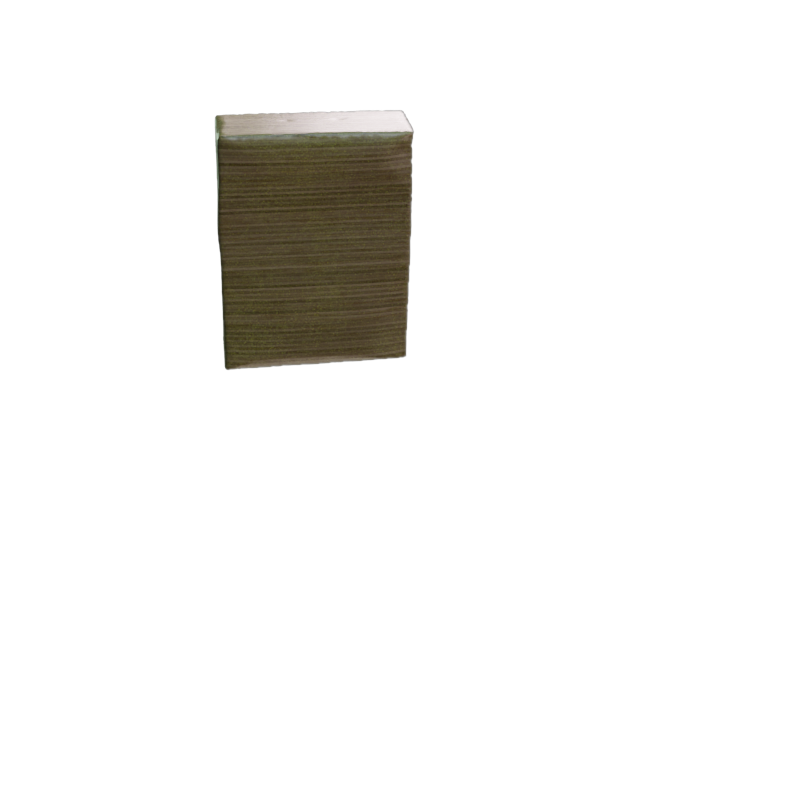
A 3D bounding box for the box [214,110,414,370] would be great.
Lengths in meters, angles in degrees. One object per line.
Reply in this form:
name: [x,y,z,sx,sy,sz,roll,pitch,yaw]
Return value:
box: [-0.075,-0.136,0.955,0.163,0.203,0.076,-2,25,-7]
